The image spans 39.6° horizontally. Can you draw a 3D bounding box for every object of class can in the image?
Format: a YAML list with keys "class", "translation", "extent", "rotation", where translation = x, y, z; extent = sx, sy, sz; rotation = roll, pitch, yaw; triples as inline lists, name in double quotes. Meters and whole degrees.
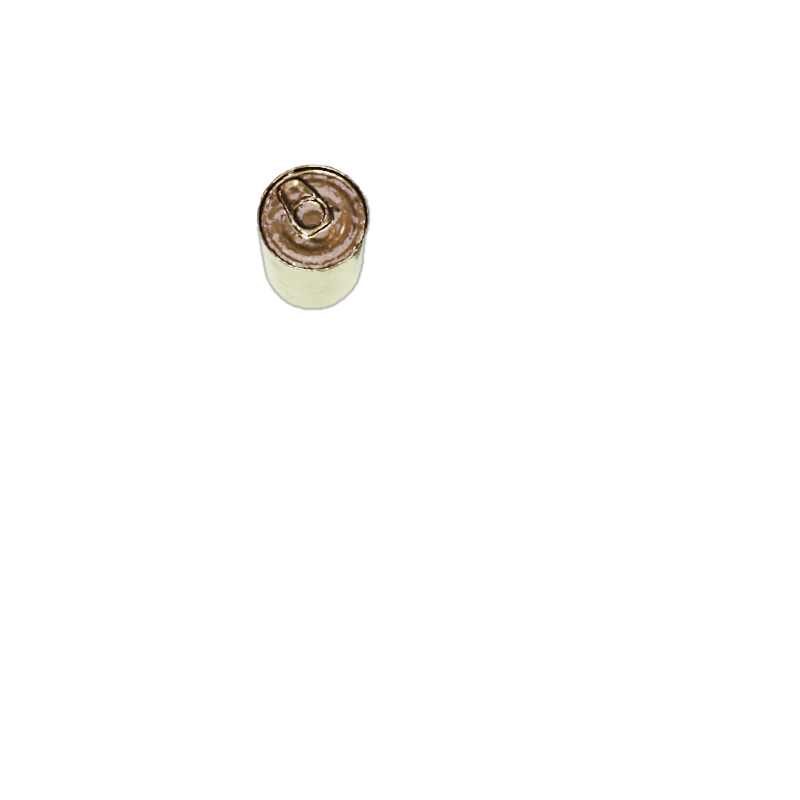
- class: "can"
  translation: [-0.056, -0.102, 0.714]
  extent: [0.068, 0.071, 0.099]
  rotation: [0, -12, -3]
